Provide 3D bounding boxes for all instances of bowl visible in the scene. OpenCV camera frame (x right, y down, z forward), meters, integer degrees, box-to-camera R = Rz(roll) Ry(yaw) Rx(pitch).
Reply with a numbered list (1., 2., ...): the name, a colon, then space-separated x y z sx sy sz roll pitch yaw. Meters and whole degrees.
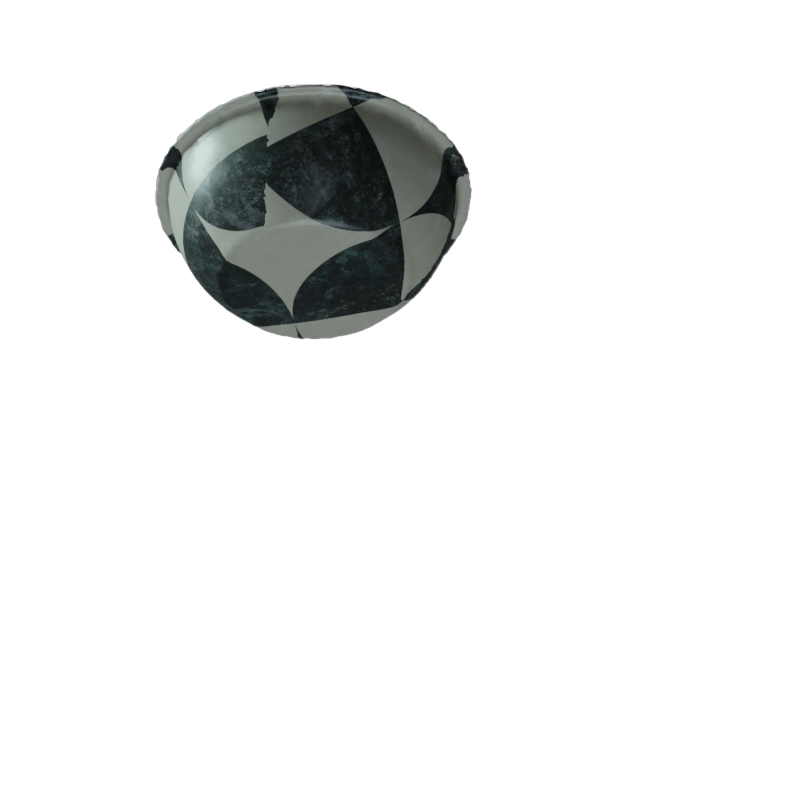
1. bowl: -0.043 -0.079 0.552 0.162 0.059 0.151 1 -36 -2
